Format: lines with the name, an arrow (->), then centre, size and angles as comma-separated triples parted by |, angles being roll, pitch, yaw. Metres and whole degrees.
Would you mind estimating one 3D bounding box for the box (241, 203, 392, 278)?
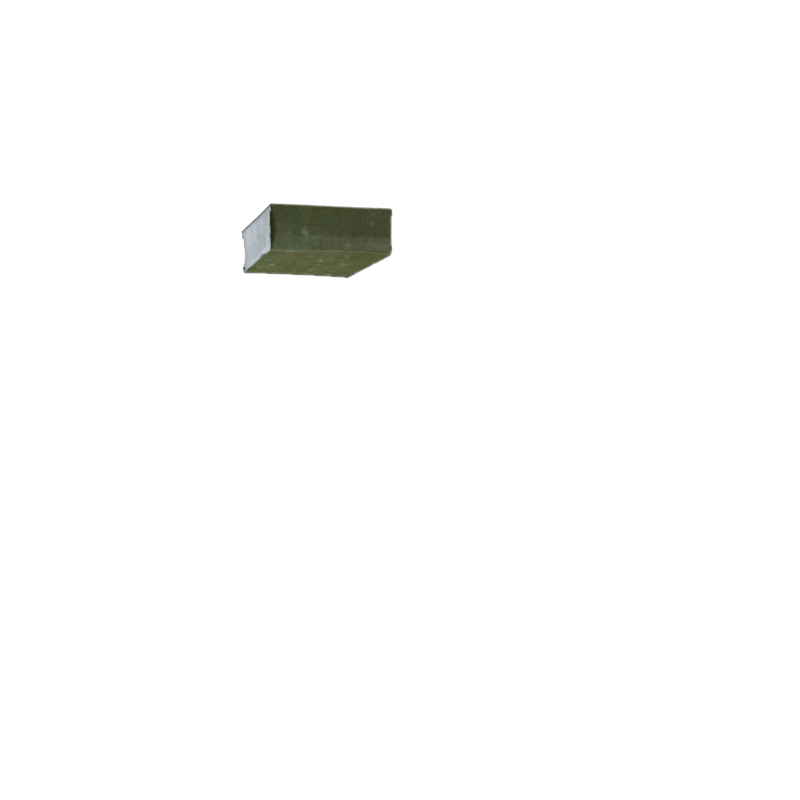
box -> -0.064, -0.117, 0.822 | 0.088, 0.040, 0.114 | 1, -5, -17
